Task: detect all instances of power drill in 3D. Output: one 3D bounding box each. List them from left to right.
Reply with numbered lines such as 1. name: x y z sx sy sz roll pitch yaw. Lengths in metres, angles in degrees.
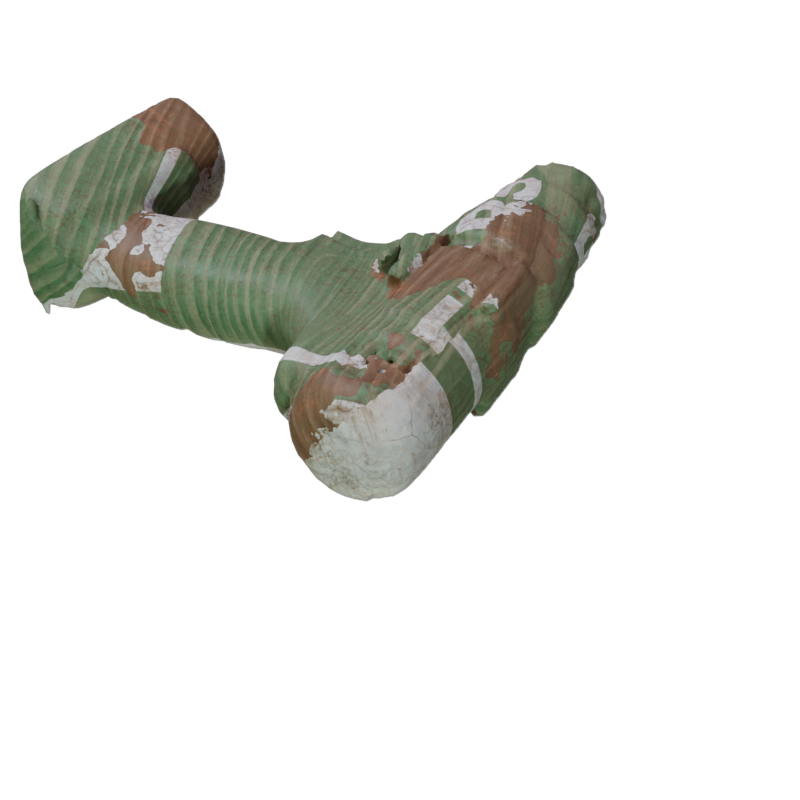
1. power drill: -0.033 -0.060 0.420 0.197 0.054 0.188 20 41 24
